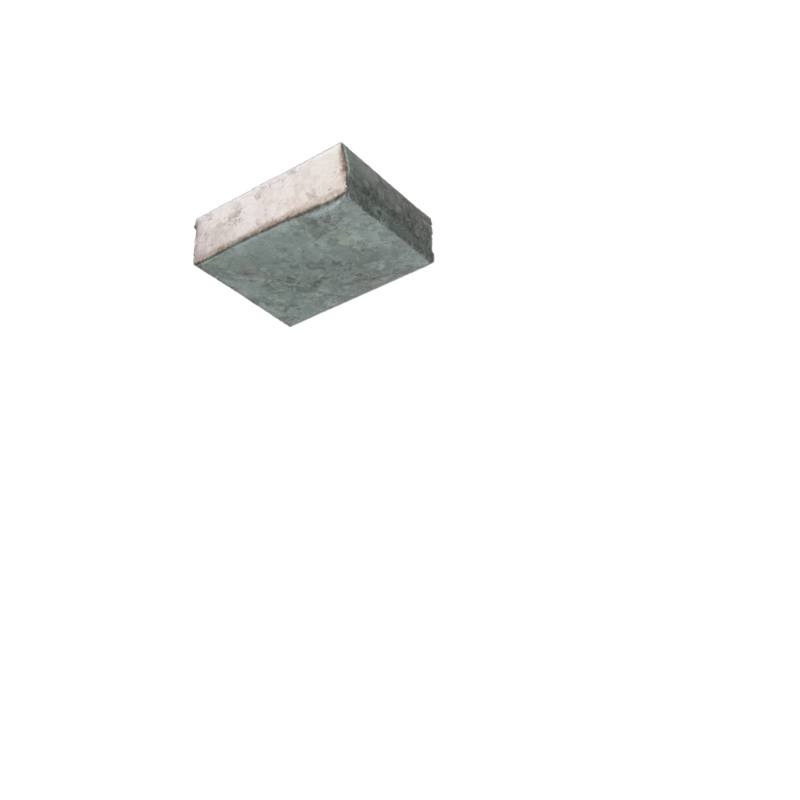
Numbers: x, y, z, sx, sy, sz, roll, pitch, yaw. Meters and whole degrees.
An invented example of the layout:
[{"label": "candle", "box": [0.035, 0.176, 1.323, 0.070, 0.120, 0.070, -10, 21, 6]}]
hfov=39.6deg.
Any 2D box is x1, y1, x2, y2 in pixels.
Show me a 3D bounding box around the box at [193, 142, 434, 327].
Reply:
[{"label": "box", "box": [-0.051, -0.092, 0.647, 0.114, 0.041, 0.083, -20, -35, 31]}]
